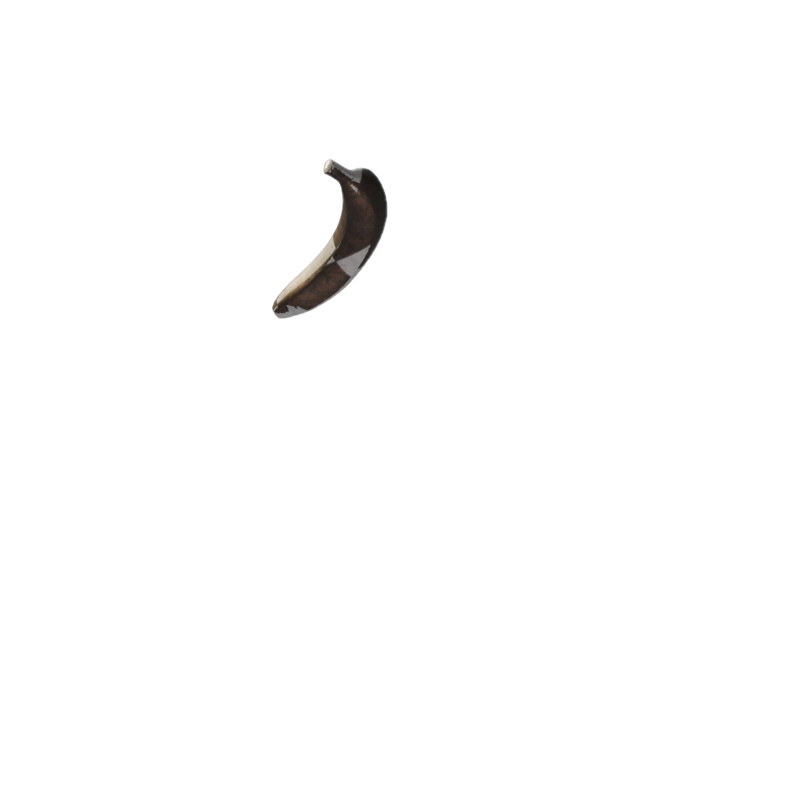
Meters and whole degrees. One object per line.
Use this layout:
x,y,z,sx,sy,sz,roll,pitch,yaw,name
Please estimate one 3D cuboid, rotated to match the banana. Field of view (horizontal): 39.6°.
-0.054,-0.132,0.927,0.068,0.039,0.188,10,-39,-14,banana
